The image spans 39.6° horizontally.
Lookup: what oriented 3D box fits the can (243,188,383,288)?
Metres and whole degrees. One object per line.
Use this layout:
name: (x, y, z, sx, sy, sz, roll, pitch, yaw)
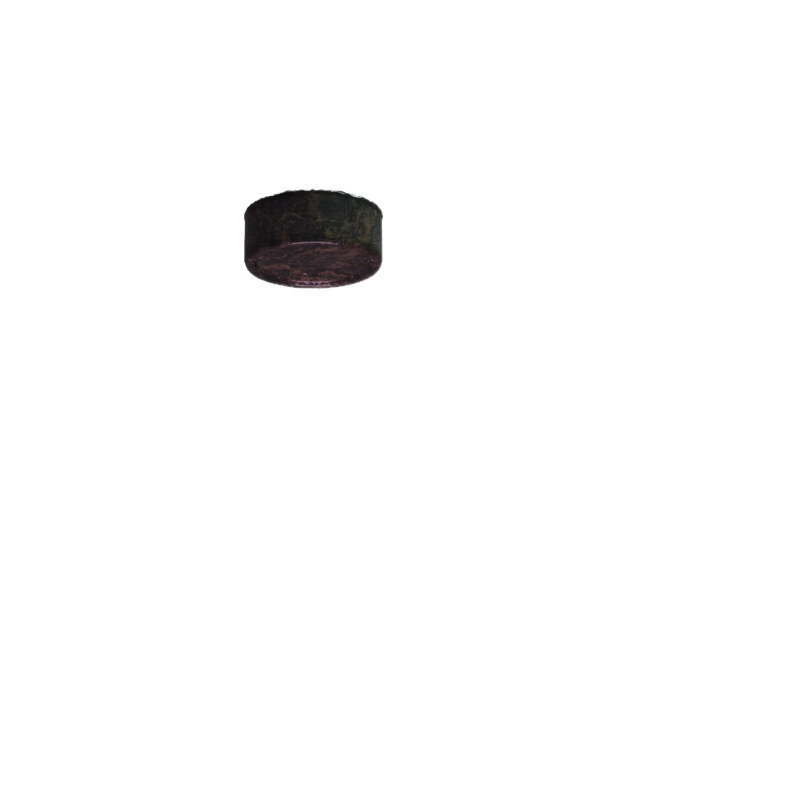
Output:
can: (-0.053, -0.097, 0.678, 0.086, 0.035, 0.082, 0, -15, -2)
